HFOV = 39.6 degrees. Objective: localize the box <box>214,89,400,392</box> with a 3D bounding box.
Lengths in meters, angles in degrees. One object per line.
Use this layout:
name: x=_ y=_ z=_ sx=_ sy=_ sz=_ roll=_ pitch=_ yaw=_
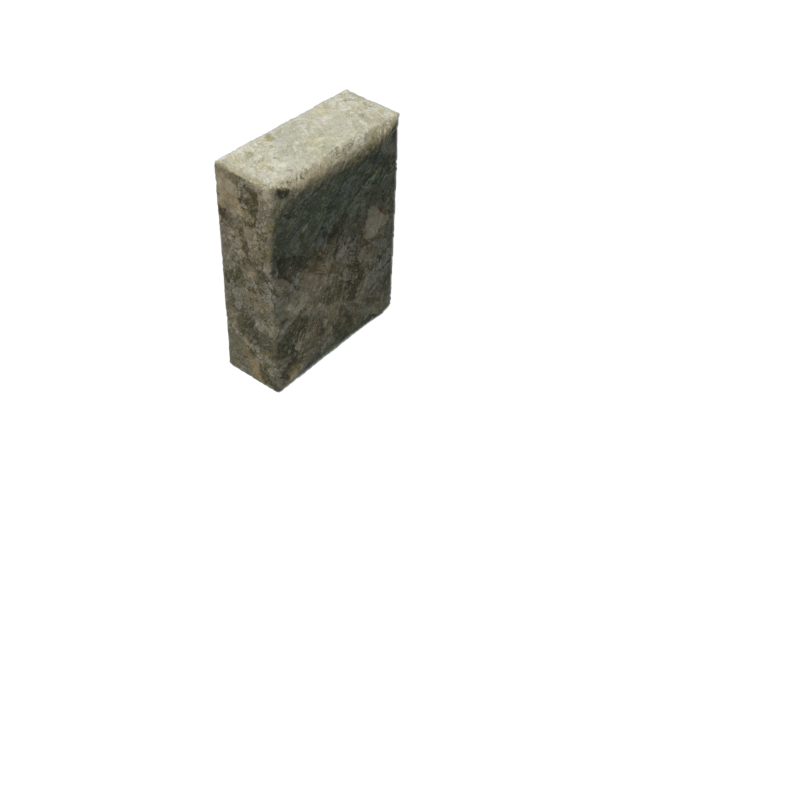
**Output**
box: x=-0.075 y=-0.138 z=0.963 sx=0.076 sy=0.200 sz=0.166 roll=28 pitch=46 yaw=27
